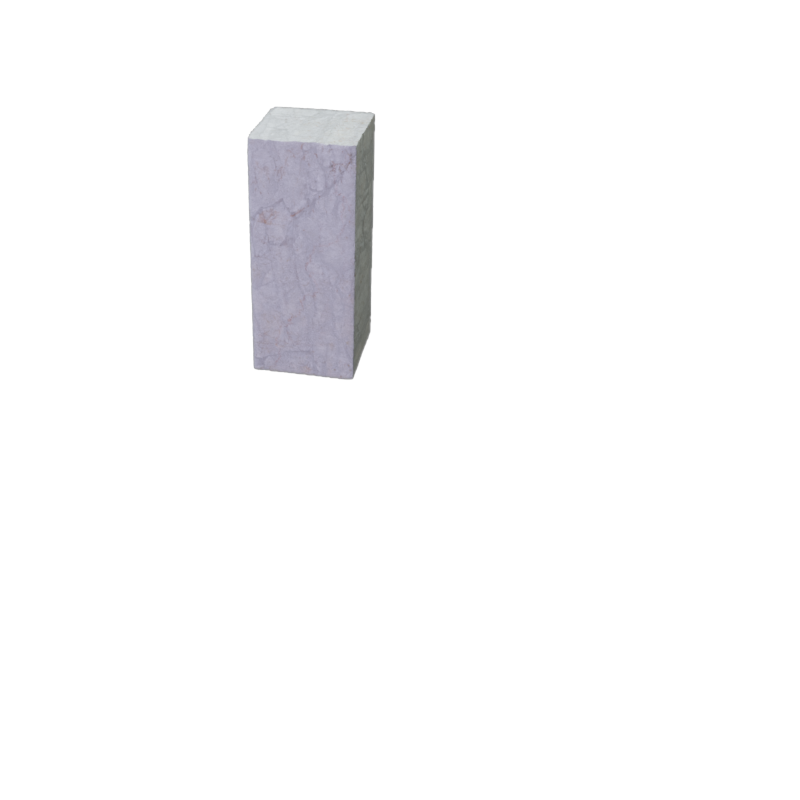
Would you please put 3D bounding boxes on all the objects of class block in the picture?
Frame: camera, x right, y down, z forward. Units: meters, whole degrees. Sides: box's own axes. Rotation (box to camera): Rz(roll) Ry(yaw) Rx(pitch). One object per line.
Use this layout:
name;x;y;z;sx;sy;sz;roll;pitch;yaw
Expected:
block;-0.073;-0.133;0.931;0.091;0.195;0.094;6;27;8
